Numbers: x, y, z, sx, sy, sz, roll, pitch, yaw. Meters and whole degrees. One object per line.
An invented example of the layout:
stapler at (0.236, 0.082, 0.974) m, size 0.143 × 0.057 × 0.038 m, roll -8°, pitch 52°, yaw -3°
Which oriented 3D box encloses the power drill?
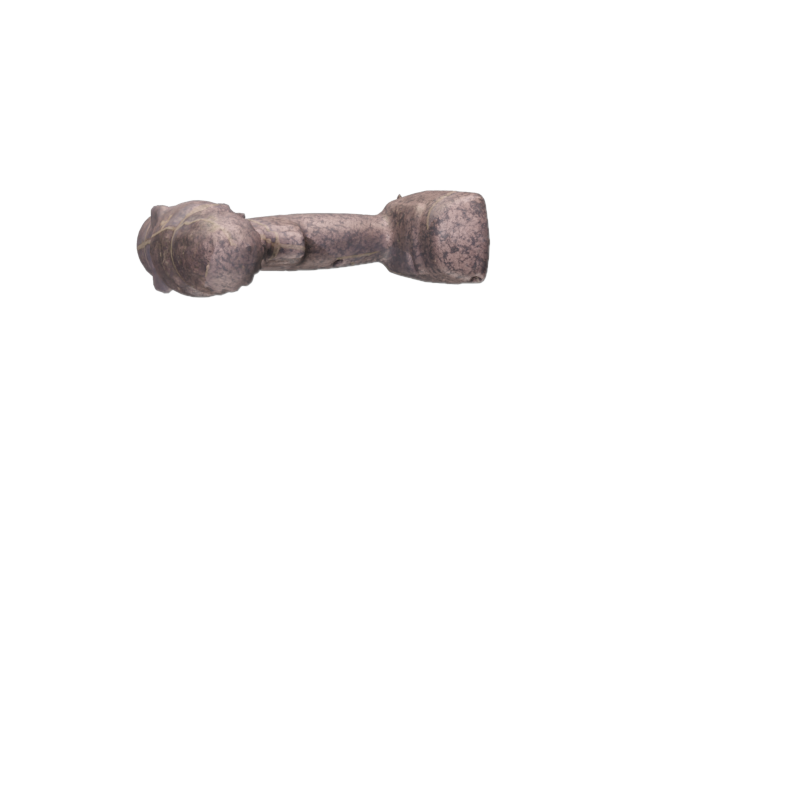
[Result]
power drill at (-0.049, -0.090, 0.627) m, size 0.184 × 0.056 × 0.192 m, roll -4°, pitch 11°, yaw -19°
